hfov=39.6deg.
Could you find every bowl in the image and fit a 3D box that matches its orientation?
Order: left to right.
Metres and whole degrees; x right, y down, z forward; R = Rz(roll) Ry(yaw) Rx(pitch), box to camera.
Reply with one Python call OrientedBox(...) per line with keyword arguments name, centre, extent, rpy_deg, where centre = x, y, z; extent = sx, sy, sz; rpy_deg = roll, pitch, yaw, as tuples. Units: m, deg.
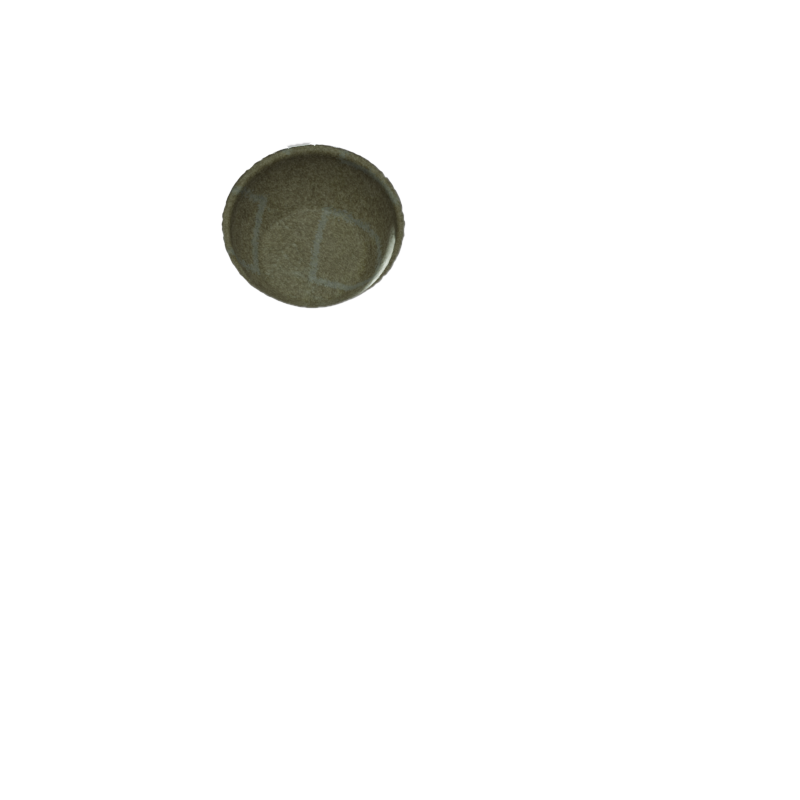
OrientedBox(name="bowl", centre=(-0.075, -0.137, 0.957), extent=(0.162, 0.153, 0.058), rpy_deg=(1, 30, -1))
